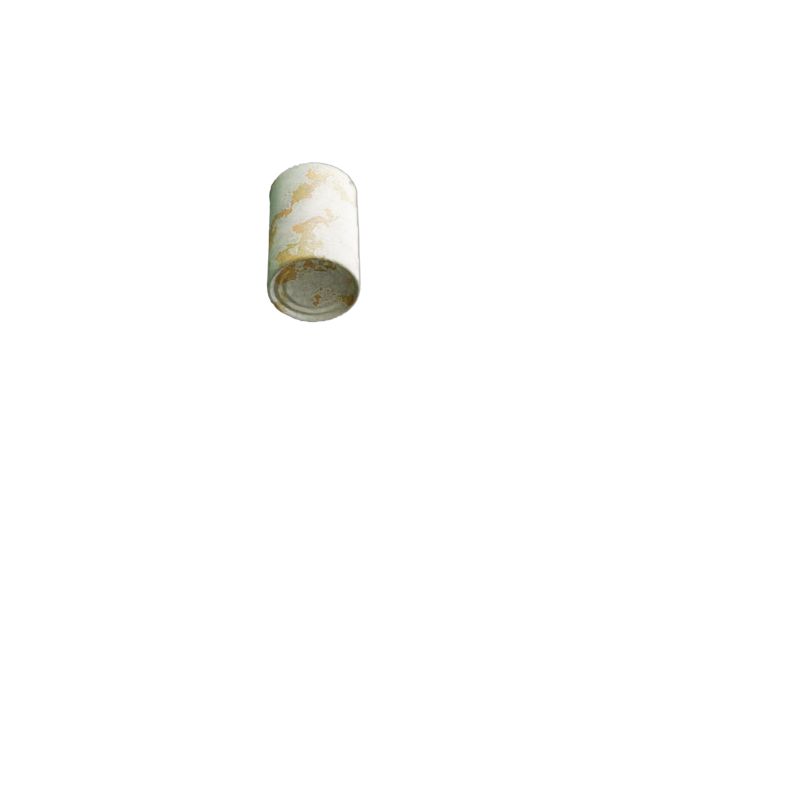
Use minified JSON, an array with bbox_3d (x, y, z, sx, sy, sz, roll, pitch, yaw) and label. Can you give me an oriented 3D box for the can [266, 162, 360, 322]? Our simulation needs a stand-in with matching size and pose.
[{"bbox_3d":[-0.064,-0.116,0.812,0.068,0.110,0.064,-1,-43,-3],"label":"can"}]
